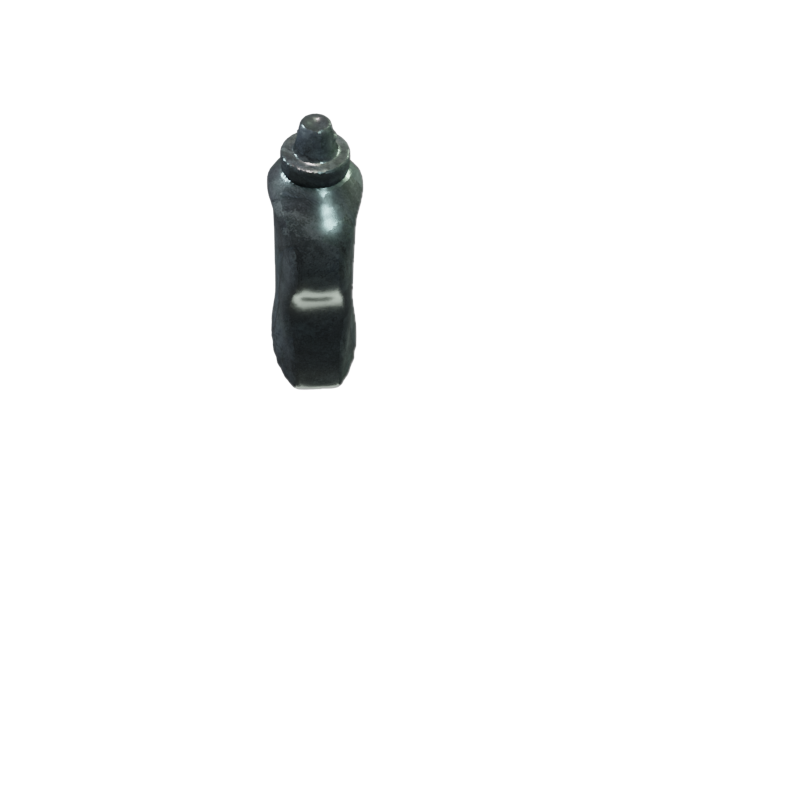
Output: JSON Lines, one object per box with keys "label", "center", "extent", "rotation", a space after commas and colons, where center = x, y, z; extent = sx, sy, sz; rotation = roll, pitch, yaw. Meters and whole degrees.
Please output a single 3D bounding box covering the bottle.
{"label": "bottle", "center": [-0.054, -0.100, 0.697], "extent": [0.058, 0.103, 0.179], "rotation": [-1, -41, -5]}
